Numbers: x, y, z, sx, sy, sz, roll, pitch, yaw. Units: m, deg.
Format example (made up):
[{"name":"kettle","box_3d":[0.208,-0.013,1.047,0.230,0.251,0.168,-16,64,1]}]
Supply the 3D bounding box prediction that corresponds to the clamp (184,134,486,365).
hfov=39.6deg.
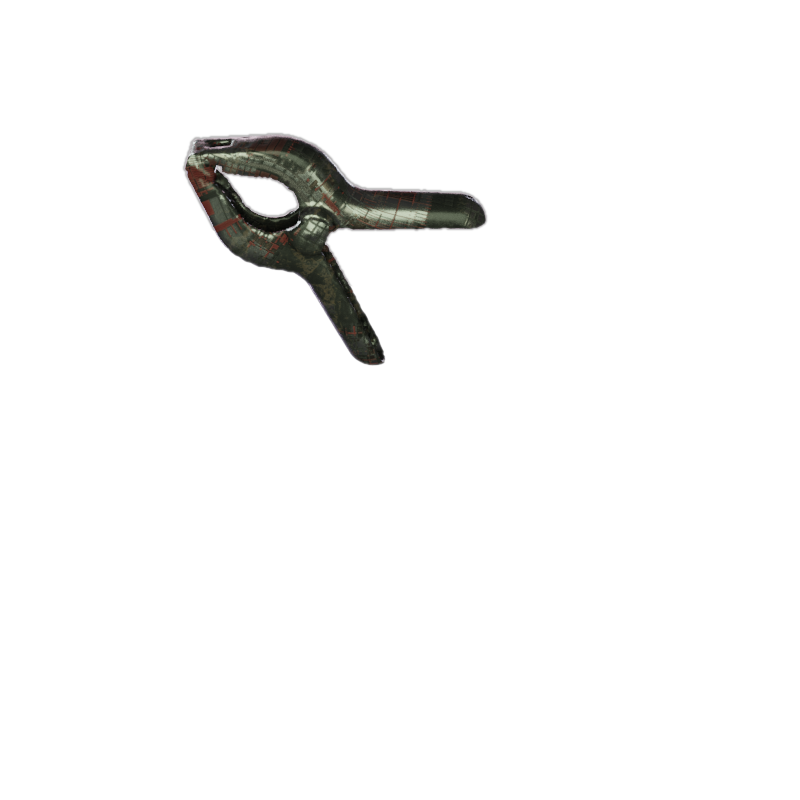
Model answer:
[{"name":"clamp","box_3d":[-0.050,-0.091,0.640,0.169,0.117,0.041,22,16,-7]}]
